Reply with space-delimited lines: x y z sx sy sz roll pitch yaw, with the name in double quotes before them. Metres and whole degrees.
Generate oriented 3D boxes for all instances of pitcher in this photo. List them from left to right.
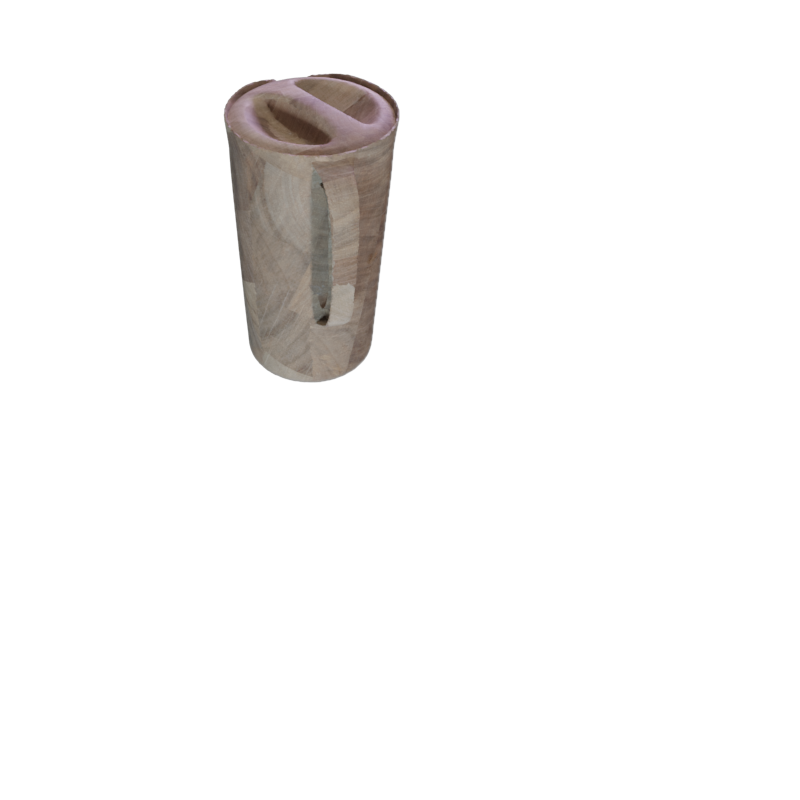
"pitcher" -0.070 -0.128 0.896 0.151 0.227 0.153 20 42 20
